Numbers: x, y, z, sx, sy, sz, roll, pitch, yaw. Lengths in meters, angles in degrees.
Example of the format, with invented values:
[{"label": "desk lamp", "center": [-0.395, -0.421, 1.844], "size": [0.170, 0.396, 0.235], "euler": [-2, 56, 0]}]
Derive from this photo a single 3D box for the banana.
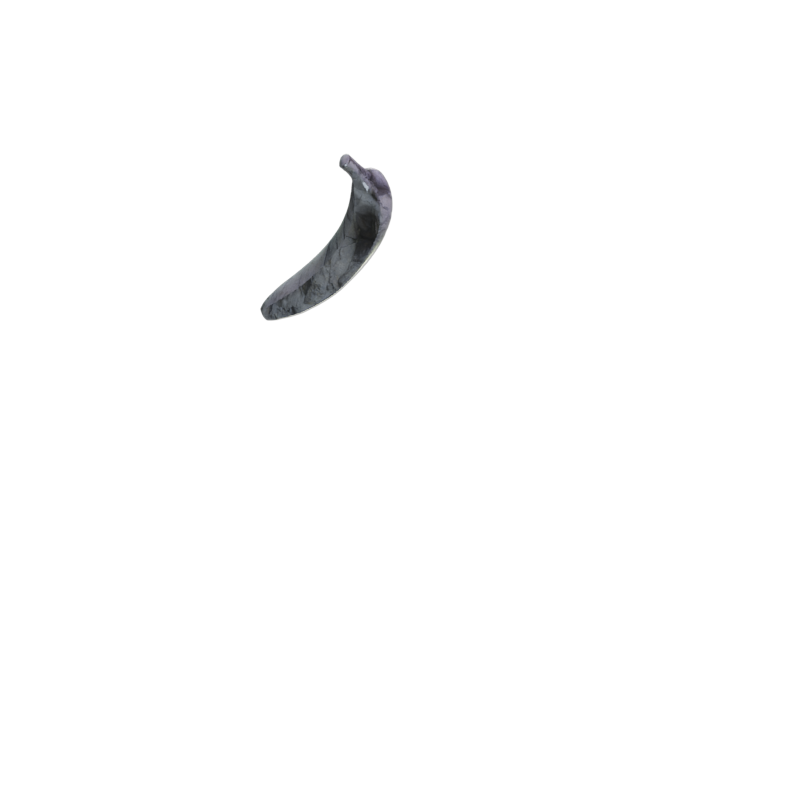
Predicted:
[{"label": "banana", "center": [-0.055, -0.132, 0.938], "size": [0.067, 0.039, 0.190], "euler": [17, -47, -18]}]
